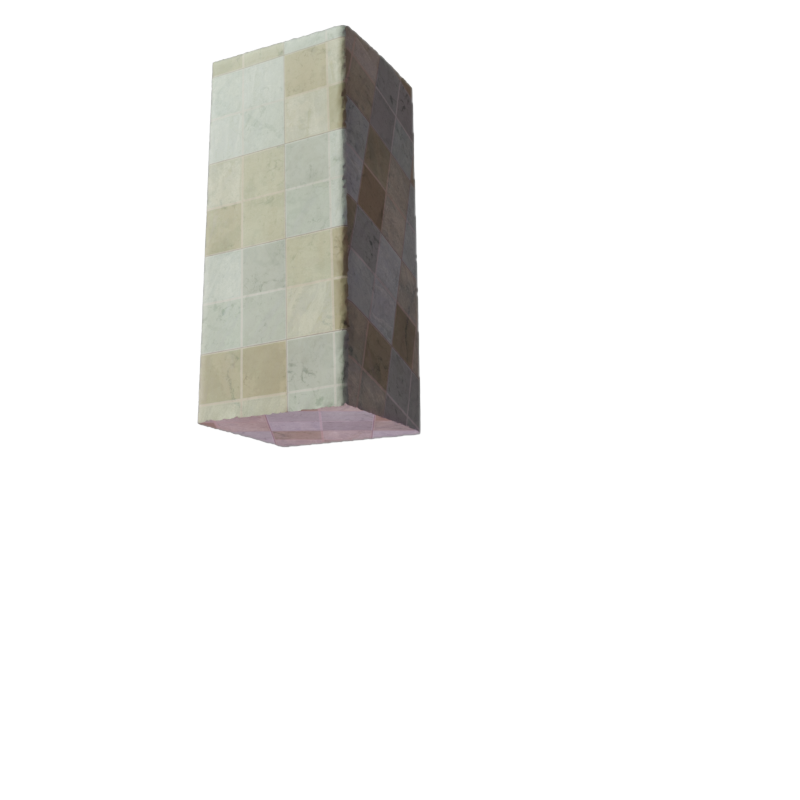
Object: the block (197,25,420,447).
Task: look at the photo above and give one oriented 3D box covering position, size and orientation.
[{"bbox_3d":[-0.047,-0.087,0.610,0.092,0.215,0.084,-10,-20,26],"label":"block"}]
